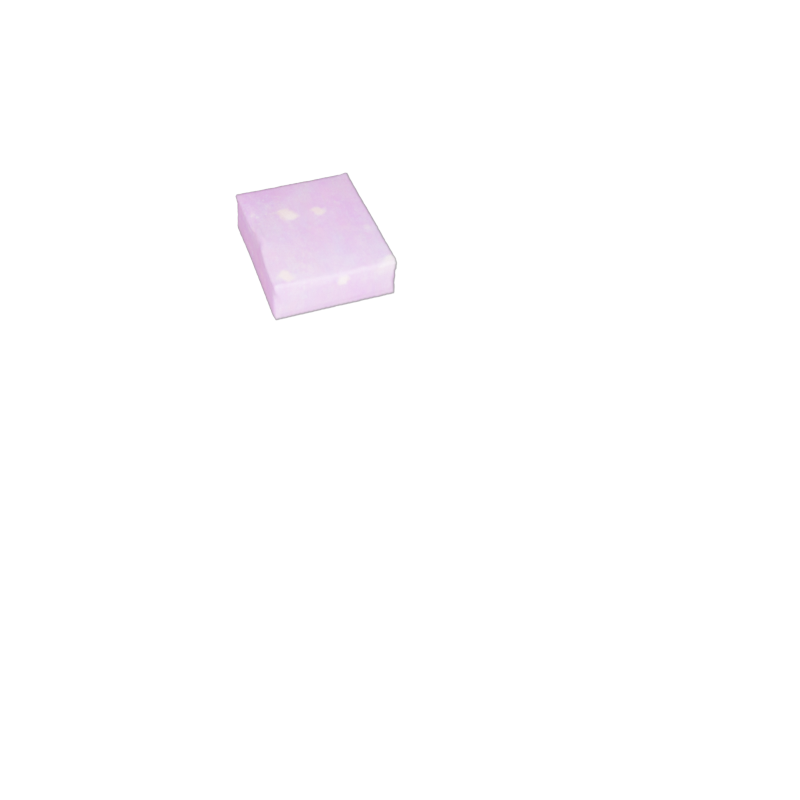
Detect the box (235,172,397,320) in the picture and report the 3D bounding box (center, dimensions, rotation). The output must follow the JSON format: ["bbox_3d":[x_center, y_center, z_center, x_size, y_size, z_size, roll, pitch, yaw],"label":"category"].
[{"bbox_3d":[-0.051,-0.094,0.655,0.072,0.028,0.097,-13,47,-13],"label":"box"}]
